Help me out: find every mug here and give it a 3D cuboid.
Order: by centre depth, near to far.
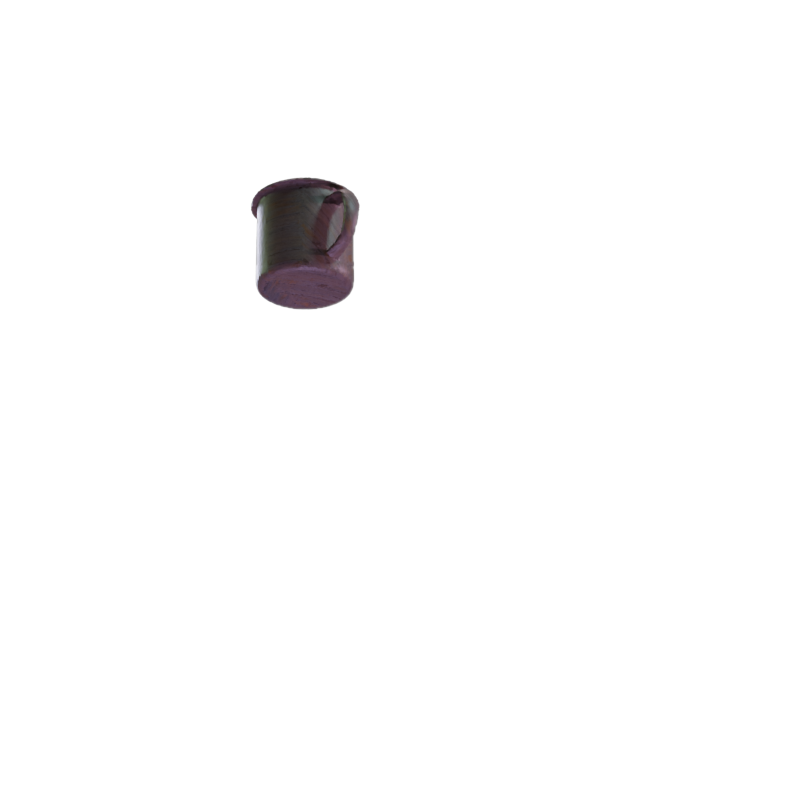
[{"bbox_3d":[-0.072,-0.132,0.922,0.088,0.086,0.117,18,-31,-35],"label":"mug"}]
